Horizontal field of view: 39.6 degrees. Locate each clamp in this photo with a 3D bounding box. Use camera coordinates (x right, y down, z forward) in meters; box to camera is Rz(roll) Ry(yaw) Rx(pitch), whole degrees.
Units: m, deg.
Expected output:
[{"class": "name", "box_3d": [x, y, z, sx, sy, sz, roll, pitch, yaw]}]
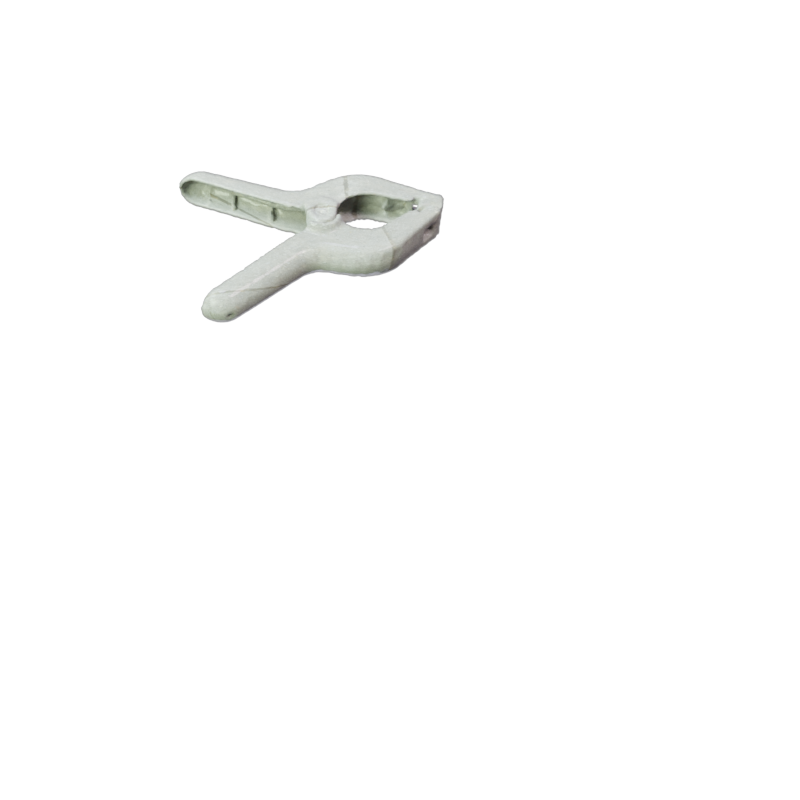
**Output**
[{"class": "clamp", "box_3d": [-0.055, -0.100, 0.702, 0.171, 0.129, 0.037, -3, -34, -2]}]
